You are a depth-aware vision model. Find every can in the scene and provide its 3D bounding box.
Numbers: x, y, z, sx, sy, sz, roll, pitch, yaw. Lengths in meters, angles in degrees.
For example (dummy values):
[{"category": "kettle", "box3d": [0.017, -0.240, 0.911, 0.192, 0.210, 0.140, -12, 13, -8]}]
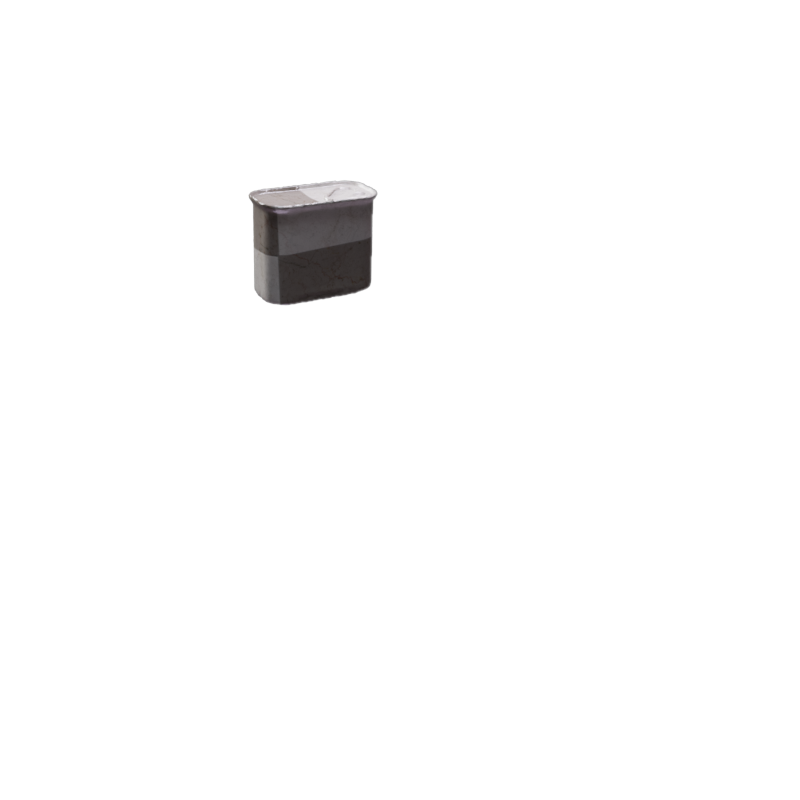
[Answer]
[{"category": "can", "box3d": [-0.071, -0.129, 0.905, 0.100, 0.080, 0.061, -11, 23, -26]}]
